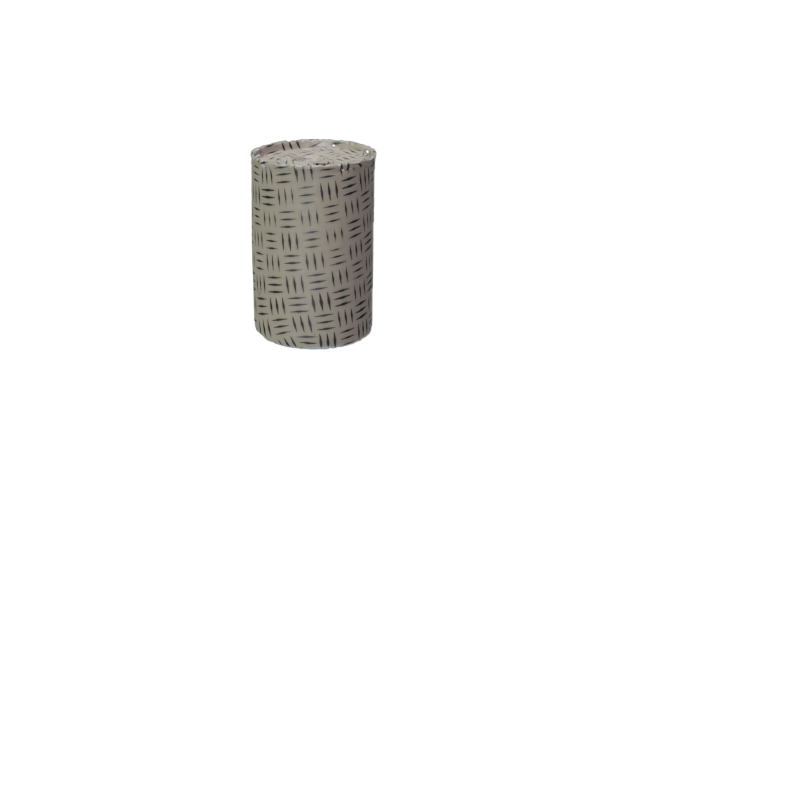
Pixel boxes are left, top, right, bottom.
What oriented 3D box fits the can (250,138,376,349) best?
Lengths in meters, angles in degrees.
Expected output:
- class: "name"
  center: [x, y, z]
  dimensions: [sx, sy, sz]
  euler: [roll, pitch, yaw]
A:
- class: "can"
  center: [-0.048, -0.087, 0.610]
  dimensions: [0.068, 0.098, 0.072]
  euler: [0, 20, -2]
